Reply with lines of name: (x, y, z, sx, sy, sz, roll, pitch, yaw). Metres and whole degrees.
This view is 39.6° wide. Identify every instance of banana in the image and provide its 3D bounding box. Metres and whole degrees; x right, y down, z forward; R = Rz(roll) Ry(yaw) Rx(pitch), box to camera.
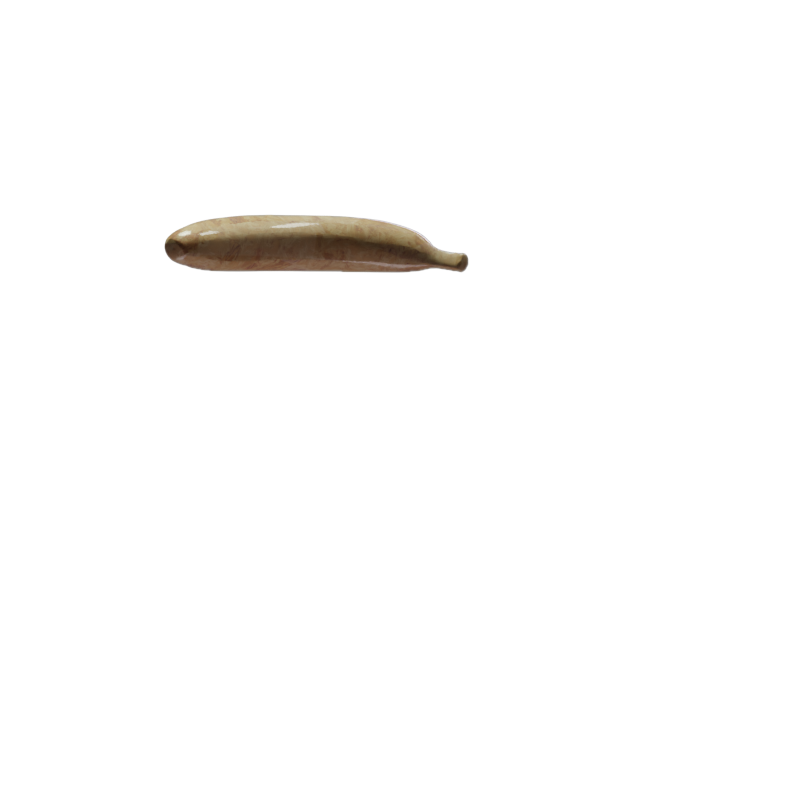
banana: (-0.058, -0.099, 0.698, 0.192, 0.037, 0.072, -2, 5, -23)
